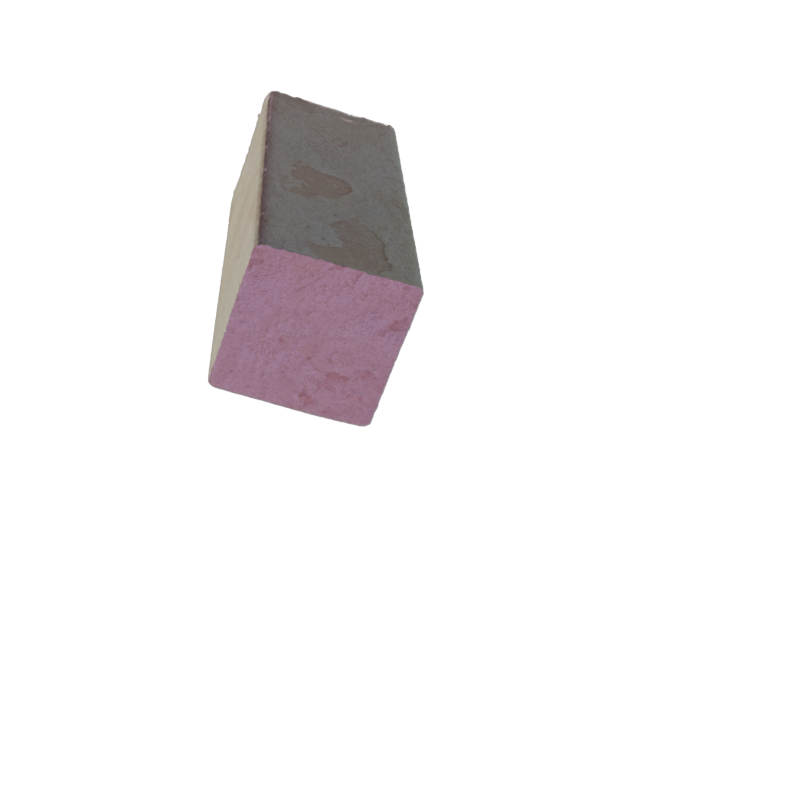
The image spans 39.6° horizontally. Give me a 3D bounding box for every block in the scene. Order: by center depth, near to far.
[{"bbox_3d":[-0.051,-0.092,0.642,0.088,0.087,0.220,14,32,-13],"label":"block"}]
